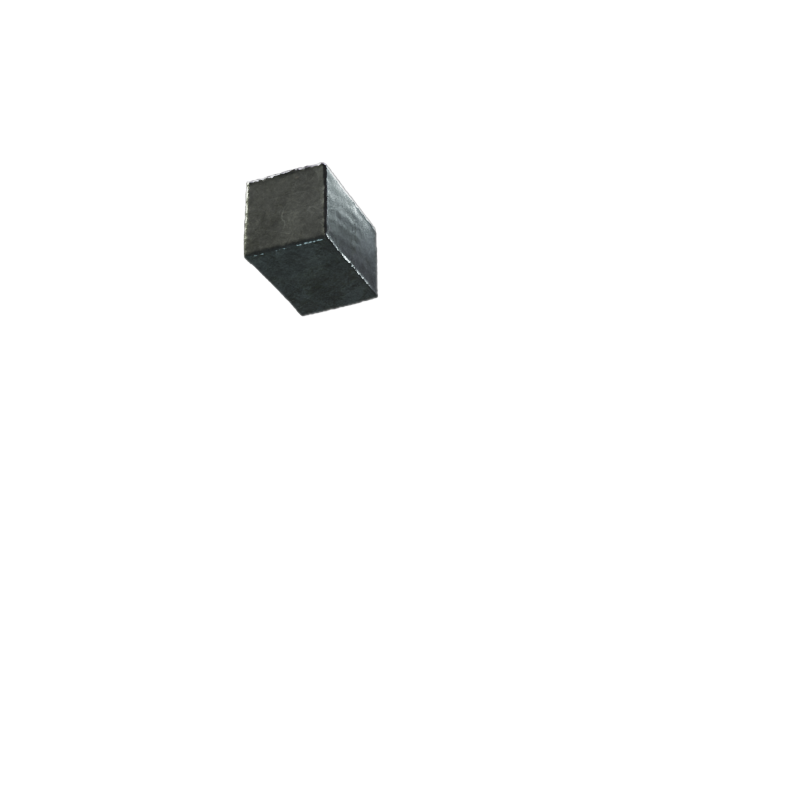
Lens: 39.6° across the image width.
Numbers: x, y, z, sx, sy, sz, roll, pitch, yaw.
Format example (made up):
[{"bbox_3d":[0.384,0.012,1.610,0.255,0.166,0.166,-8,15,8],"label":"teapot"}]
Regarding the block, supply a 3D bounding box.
[{"bbox_3d":[-0.051,-0.092,0.647,0.053,0.054,0.072,-12,-30,19],"label":"block"}]
